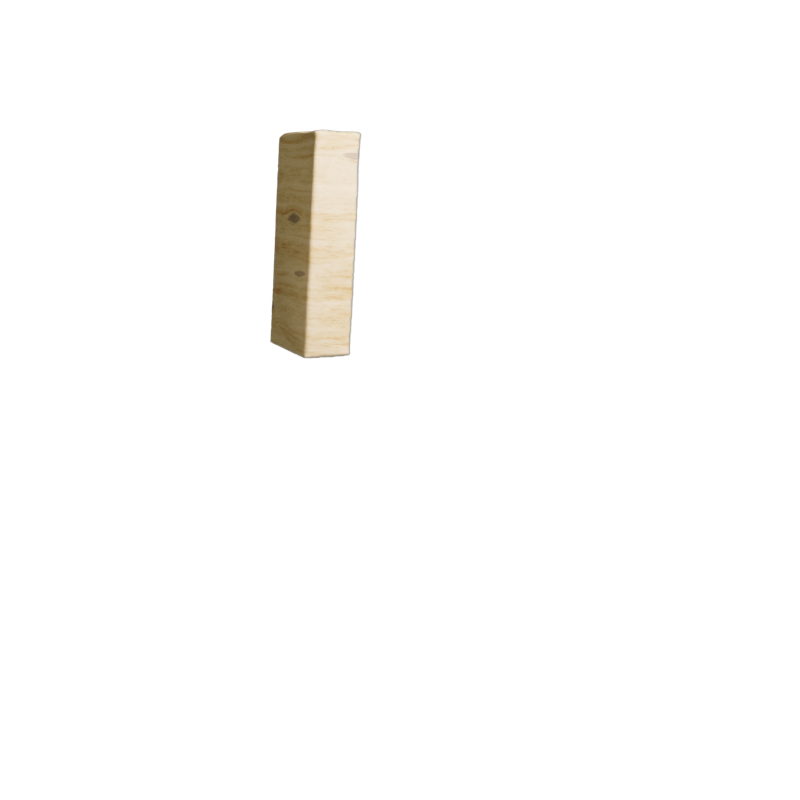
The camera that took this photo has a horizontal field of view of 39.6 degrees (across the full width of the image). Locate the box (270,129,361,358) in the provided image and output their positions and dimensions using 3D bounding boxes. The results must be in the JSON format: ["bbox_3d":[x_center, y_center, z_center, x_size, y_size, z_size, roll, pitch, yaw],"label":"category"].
[{"bbox_3d":[-0.070,-0.127,0.891,0.047,0.175,0.097,-1,5,-23],"label":"box"}]
